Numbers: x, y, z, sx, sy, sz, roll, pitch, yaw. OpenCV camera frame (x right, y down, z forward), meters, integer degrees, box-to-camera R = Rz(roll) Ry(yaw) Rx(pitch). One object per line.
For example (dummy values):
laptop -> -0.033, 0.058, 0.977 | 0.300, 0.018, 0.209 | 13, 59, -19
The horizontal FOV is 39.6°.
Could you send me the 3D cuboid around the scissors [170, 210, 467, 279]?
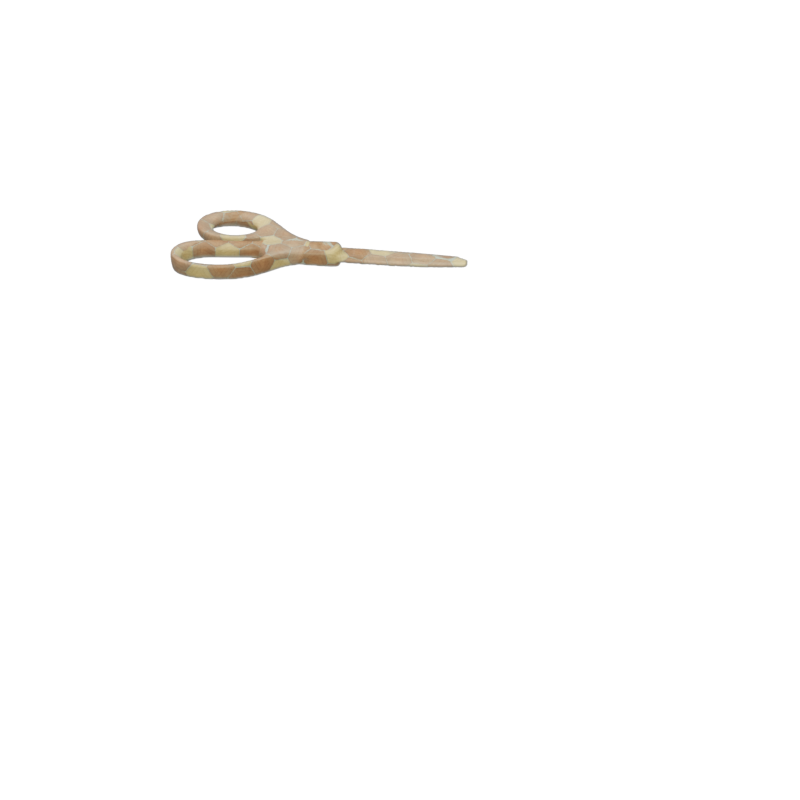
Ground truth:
scissors -> -0.062, -0.113, 0.789 | 0.200, 0.015, 0.103 | -5, 34, -7
